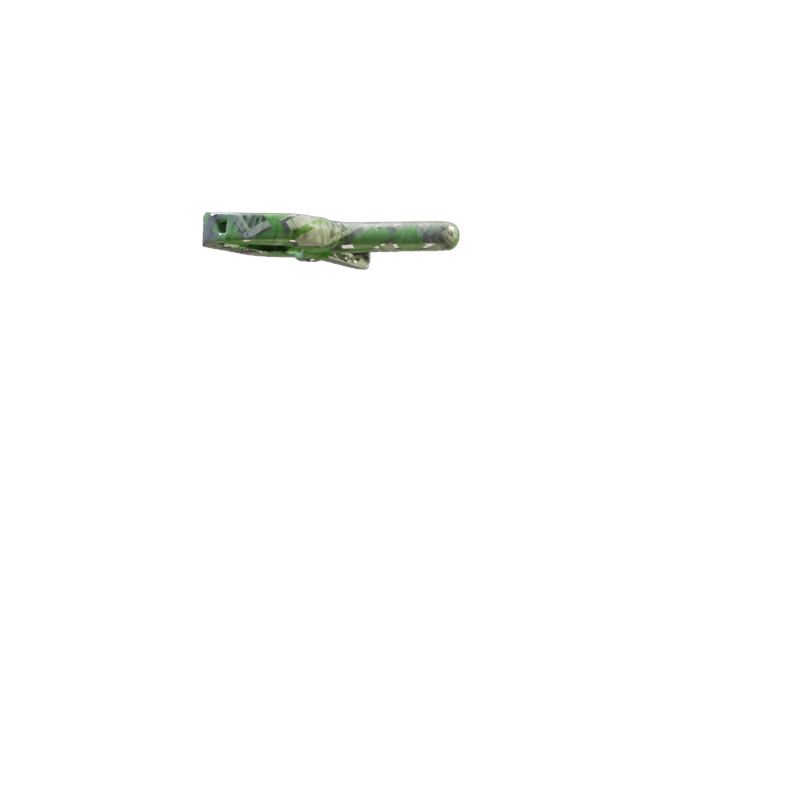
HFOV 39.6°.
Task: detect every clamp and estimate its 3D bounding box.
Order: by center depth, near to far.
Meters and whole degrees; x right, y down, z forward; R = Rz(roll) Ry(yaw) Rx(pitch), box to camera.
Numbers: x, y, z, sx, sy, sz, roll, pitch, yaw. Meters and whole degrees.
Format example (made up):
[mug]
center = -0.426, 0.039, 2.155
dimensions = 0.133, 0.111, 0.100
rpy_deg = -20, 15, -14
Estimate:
[clamp]
center = -0.076, -0.139, 0.973
dimensions = 0.204, 0.037, 0.167
rpy_deg = 1, -2, -22
